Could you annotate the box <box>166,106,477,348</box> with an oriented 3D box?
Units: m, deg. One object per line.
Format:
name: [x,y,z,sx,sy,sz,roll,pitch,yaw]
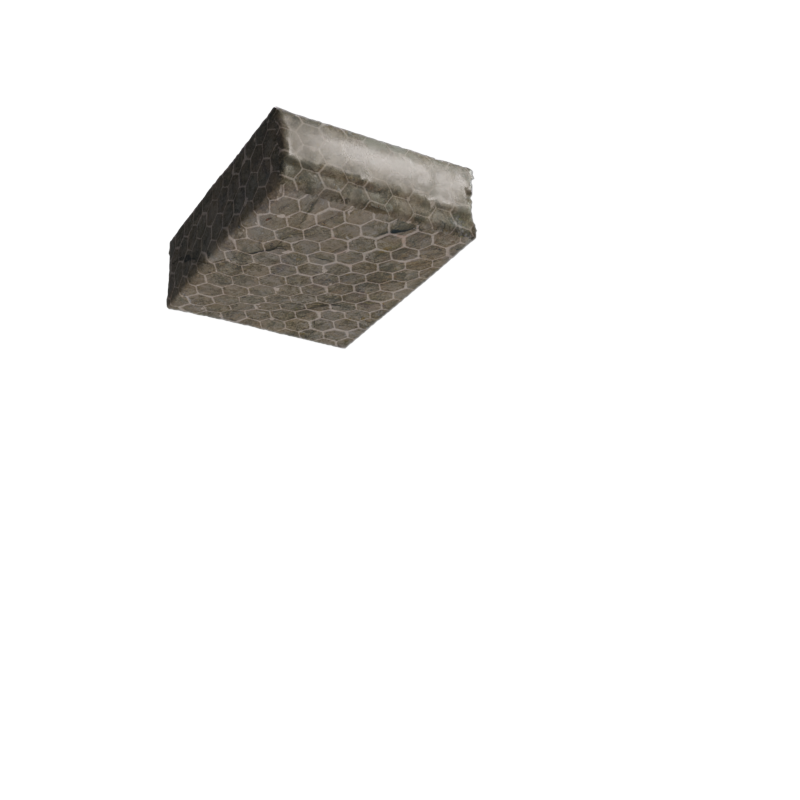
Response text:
box: [-0.036,-0.066,0.461,0.086,0.041,0.112,13,-27,-27]
